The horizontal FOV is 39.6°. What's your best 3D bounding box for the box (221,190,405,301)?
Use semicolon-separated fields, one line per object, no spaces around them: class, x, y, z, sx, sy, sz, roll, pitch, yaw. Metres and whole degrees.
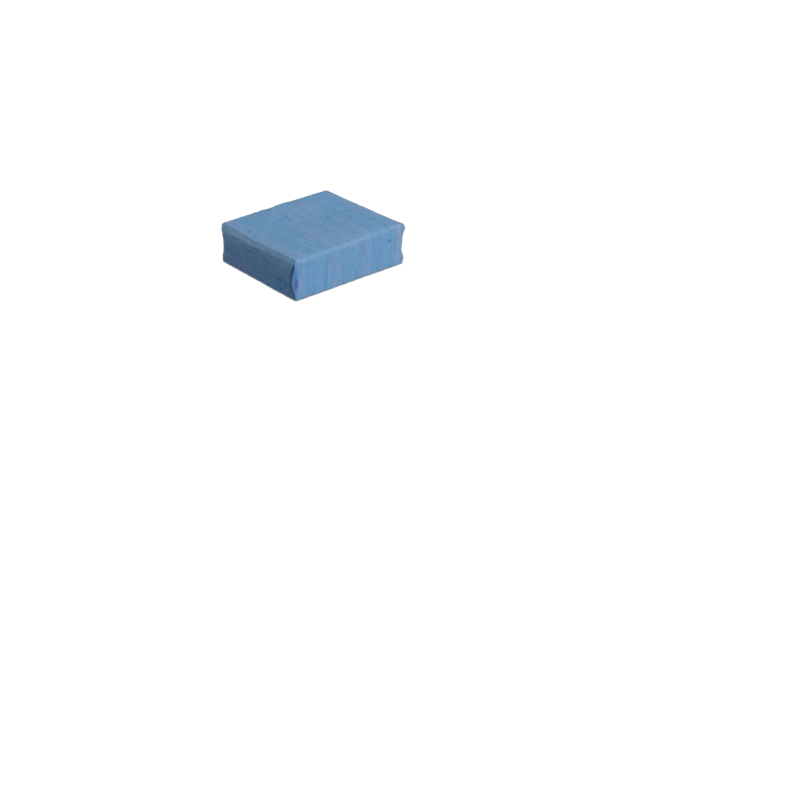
box;-0.053;-0.097;0.680;0.088;0.028;0.078;-24;38;-35
